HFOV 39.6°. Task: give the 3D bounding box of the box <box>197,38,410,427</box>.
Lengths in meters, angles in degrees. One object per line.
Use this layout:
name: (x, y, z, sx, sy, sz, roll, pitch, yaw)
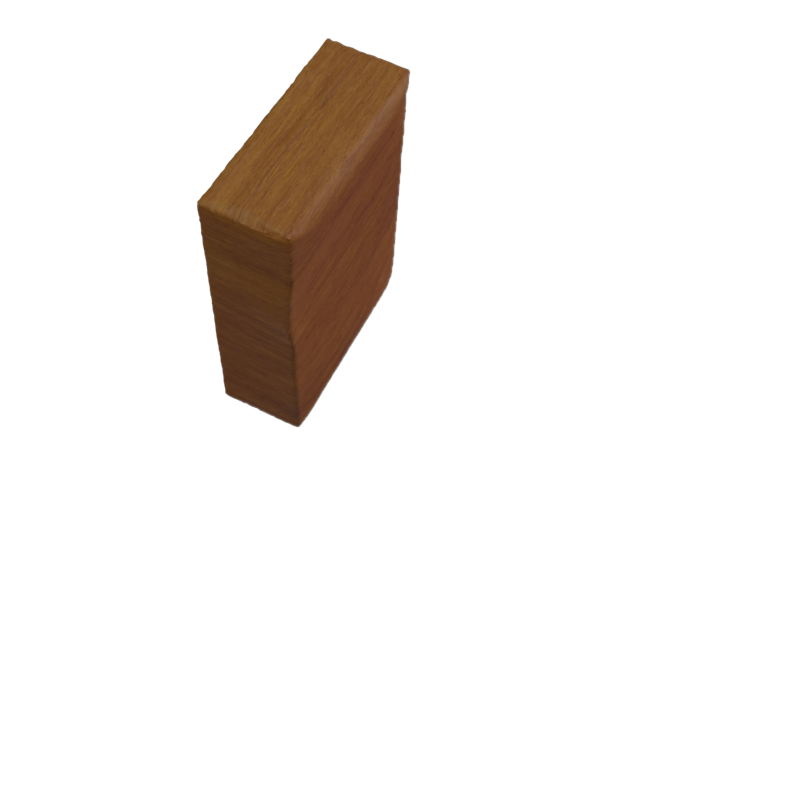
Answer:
box: (-0.059, -0.107, 0.751, 0.074, 0.170, 0.200, 23, -32, 11)
